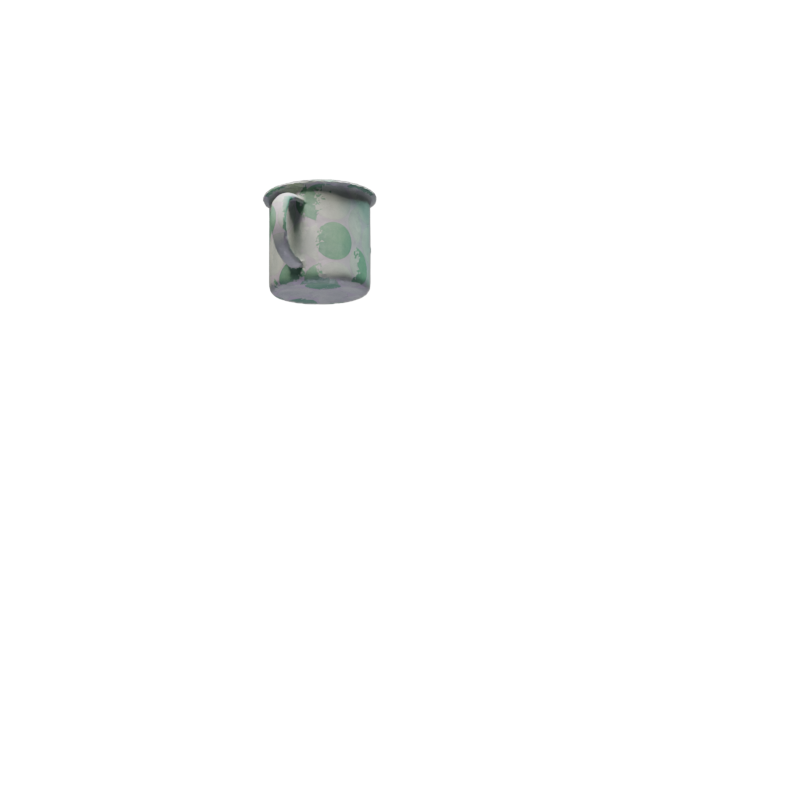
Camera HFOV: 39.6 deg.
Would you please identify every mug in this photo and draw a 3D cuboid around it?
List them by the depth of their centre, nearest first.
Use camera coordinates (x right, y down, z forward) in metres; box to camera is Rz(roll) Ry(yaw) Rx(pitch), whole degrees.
[{"bbox_3d":[-0.069,-0.126,0.885,0.095,0.084,0.111,-6,-13,22],"label":"mug"}]
